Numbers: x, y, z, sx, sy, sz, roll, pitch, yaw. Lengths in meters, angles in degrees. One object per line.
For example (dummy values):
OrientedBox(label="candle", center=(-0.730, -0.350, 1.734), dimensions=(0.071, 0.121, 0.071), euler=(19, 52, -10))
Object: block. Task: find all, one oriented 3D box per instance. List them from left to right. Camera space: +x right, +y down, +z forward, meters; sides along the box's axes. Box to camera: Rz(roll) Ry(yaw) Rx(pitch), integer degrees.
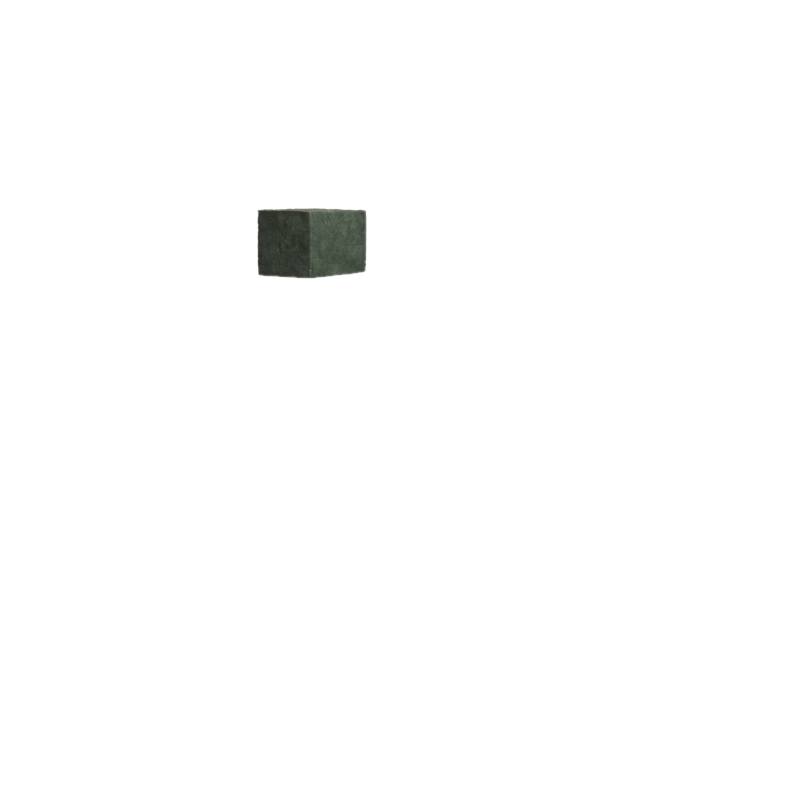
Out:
OrientedBox(label="block", center=(-0.068, -0.124, 0.868), dimensions=(0.055, 0.051, 0.076), euler=(5, 9, 33))
